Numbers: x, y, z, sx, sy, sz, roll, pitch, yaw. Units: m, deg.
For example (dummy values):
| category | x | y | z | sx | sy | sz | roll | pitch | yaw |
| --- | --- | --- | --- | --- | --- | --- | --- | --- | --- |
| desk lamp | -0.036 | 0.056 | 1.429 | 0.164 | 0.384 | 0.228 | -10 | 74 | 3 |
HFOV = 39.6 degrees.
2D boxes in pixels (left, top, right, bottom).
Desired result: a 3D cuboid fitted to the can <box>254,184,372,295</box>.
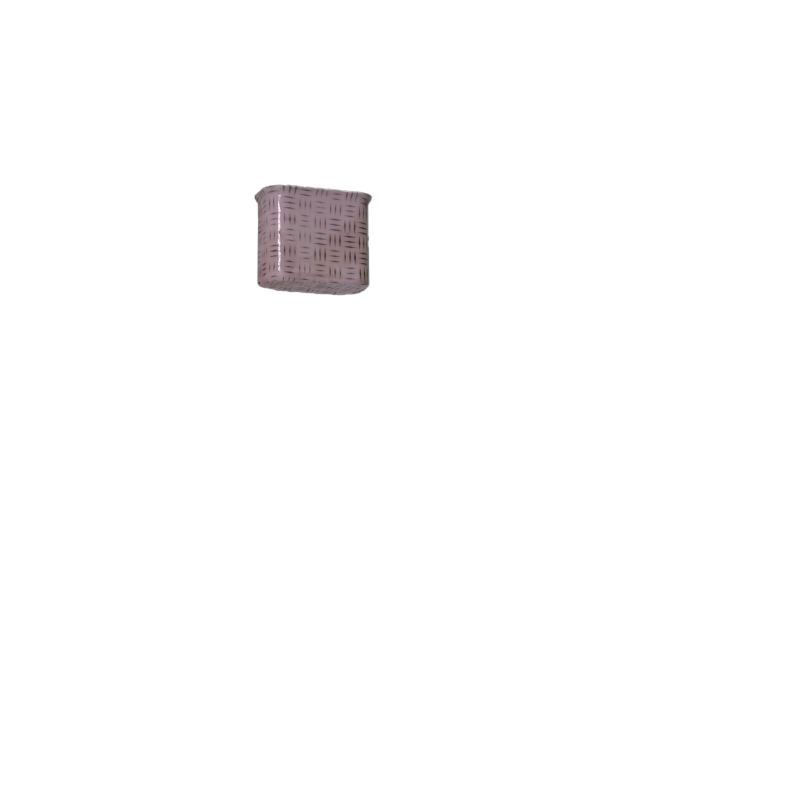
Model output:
| category | x | y | z | sx | sy | sz | roll | pitch | yaw |
| --- | --- | --- | --- | --- | --- | --- | --- | --- | --- |
| can | -0.076 | -0.139 | 0.975 | 0.099 | 0.086 | 0.058 | 3 | -11 | -21 |
